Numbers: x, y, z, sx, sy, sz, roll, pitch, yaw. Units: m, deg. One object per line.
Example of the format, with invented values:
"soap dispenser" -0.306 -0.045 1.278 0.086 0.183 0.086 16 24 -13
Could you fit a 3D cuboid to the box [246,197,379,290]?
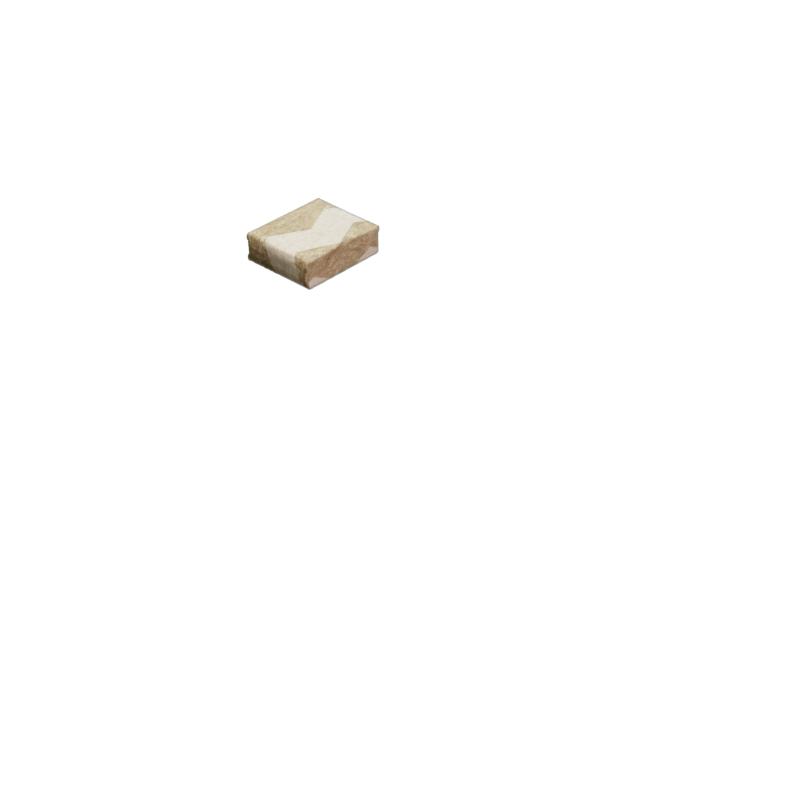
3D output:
"box" -0.073 -0.133 0.933 0.078 0.028 0.089 28 44 33
